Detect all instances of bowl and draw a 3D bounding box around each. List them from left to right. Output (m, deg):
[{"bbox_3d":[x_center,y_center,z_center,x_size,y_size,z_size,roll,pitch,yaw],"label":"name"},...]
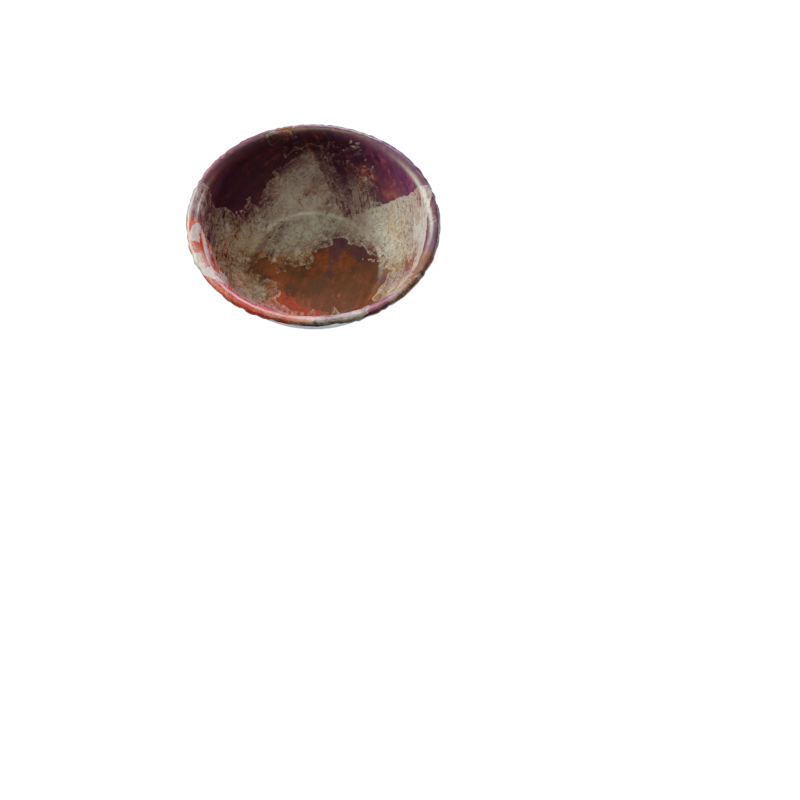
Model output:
[{"bbox_3d":[-0.057,-0.103,0.724,0.162,0.173,0.051,-1,-33,-1],"label":"bowl"}]
